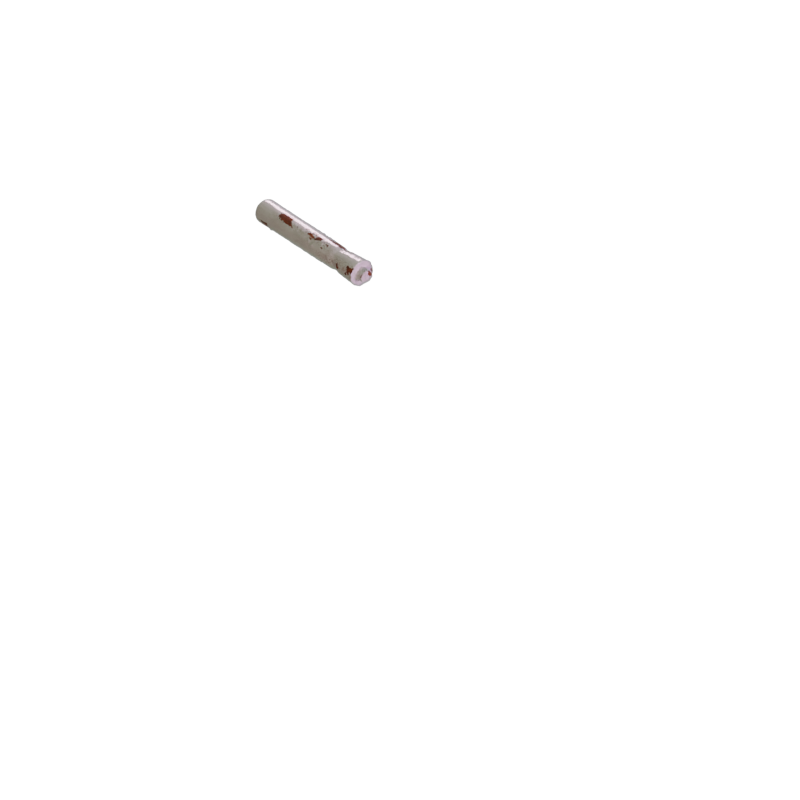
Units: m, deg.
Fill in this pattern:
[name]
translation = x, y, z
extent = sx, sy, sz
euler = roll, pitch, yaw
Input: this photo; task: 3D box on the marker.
[marker]
translation = -0.060, -0.110, 0.773
extent = 0.019, 0.019, 0.130
euler = -3, 29, -41
